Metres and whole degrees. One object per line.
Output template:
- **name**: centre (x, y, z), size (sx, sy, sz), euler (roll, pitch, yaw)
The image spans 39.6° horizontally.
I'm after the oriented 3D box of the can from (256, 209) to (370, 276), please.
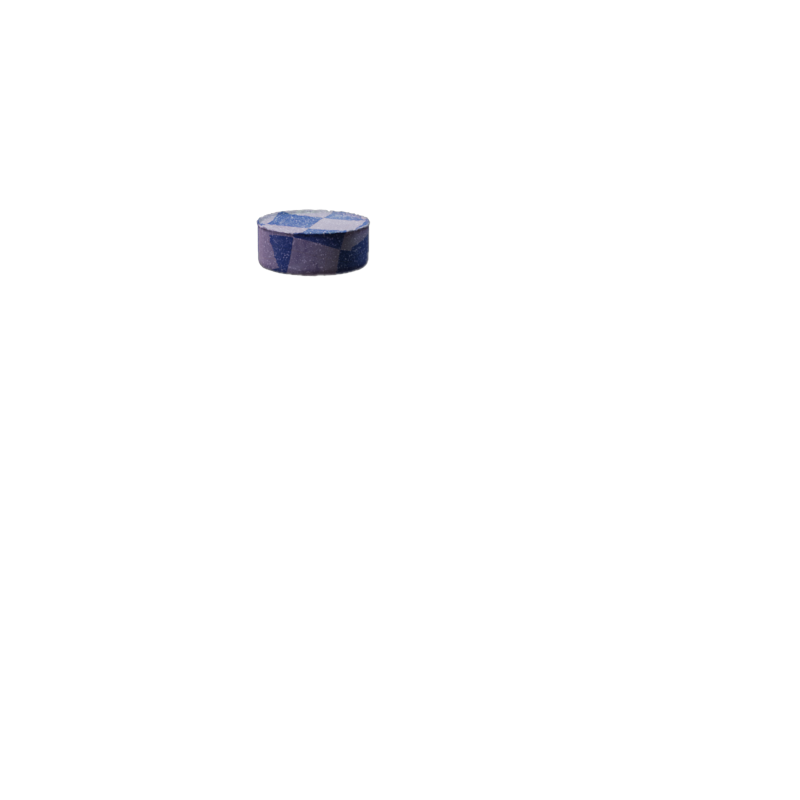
- **can**: centre (-0.066, -0.120, 0.840), size (0.086, 0.032, 0.089), euler (-1, 20, -2)
